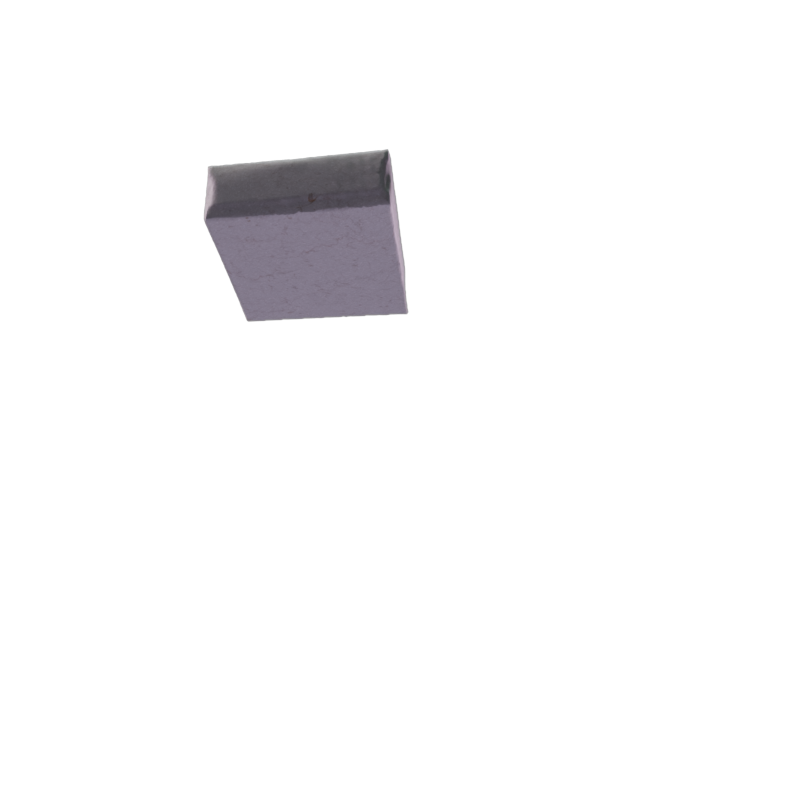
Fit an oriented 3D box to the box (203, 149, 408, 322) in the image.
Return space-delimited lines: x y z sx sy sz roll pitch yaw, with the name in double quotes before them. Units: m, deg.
"box" -0.036 -0.066 0.463 0.074 0.032 0.083 -3 -26 6
